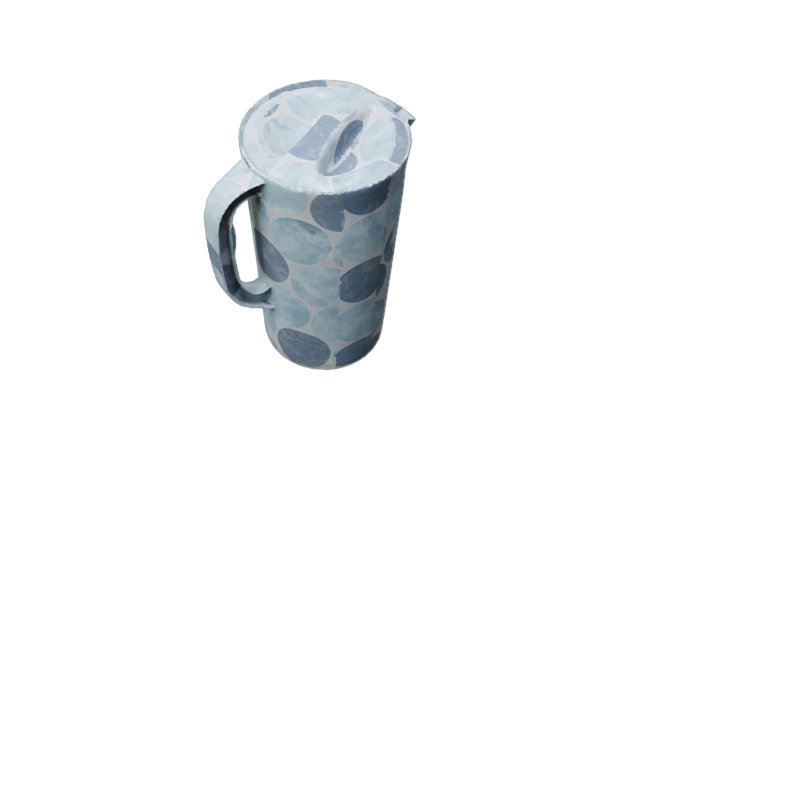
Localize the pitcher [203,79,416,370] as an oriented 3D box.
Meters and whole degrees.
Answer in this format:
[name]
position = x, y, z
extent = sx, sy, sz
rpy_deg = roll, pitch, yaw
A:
[pitcher]
position = -0.072, -0.132, 0.926
extent = 0.150, 0.154, 0.226
rpy_deg = 8, -40, 4
